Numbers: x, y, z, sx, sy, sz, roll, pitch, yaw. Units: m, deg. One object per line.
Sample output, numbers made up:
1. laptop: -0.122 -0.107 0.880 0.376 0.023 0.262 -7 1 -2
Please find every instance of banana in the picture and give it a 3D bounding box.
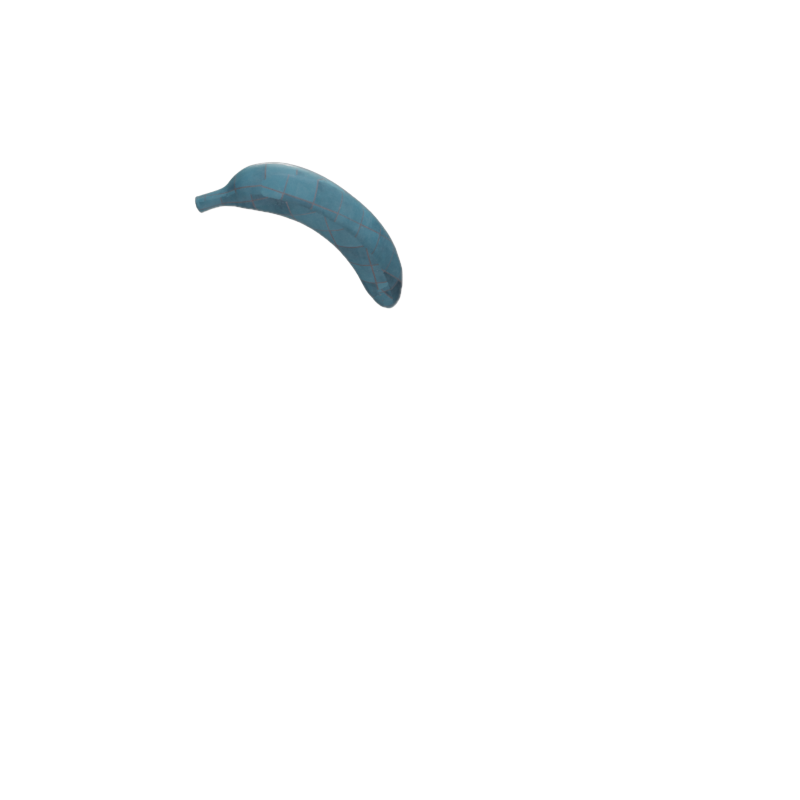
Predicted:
1. banana: -0.055 -0.128 0.825 0.186 0.039 0.069 27 -44 -33
